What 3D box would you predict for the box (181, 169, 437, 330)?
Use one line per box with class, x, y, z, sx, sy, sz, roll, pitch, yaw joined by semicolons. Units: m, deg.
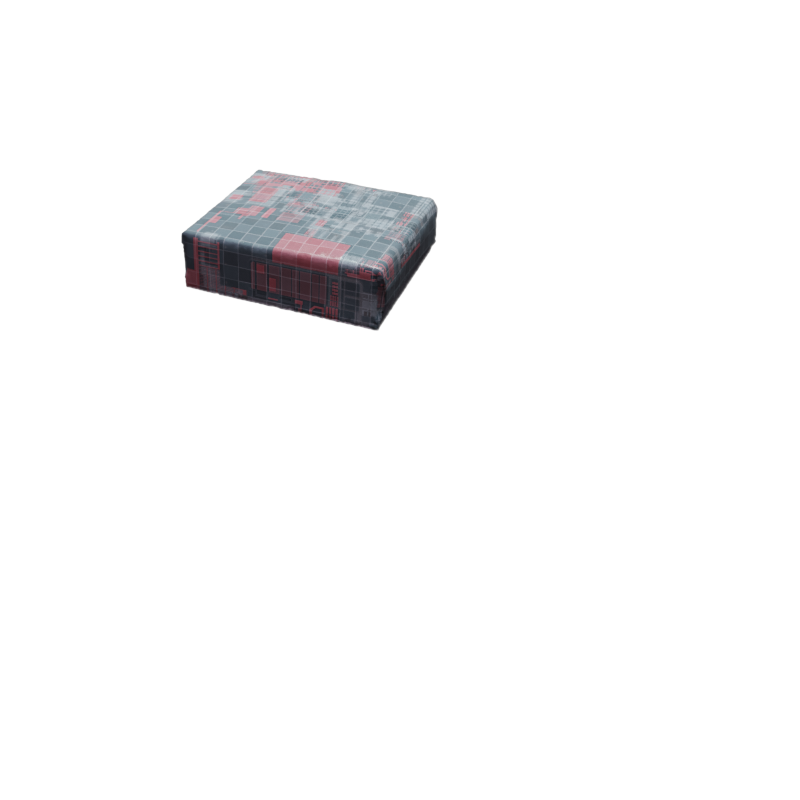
box;-0.037;-0.068;0.474;0.092;0.028;0.075;12;34;18
